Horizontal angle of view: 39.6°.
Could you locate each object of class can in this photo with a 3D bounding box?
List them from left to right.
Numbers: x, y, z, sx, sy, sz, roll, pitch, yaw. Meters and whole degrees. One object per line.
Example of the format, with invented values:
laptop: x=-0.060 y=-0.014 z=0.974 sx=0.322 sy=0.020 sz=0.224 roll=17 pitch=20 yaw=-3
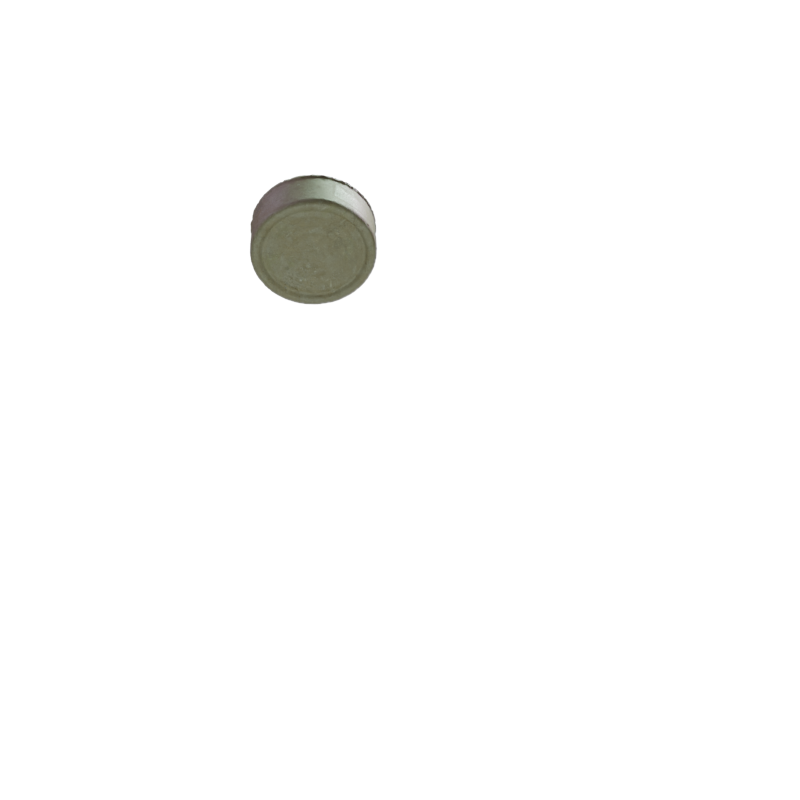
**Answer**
can: x=-0.058 y=-0.106 z=0.745 sx=0.086 sy=0.080 sz=0.036 roll=1 pitch=38 yaw=-1
